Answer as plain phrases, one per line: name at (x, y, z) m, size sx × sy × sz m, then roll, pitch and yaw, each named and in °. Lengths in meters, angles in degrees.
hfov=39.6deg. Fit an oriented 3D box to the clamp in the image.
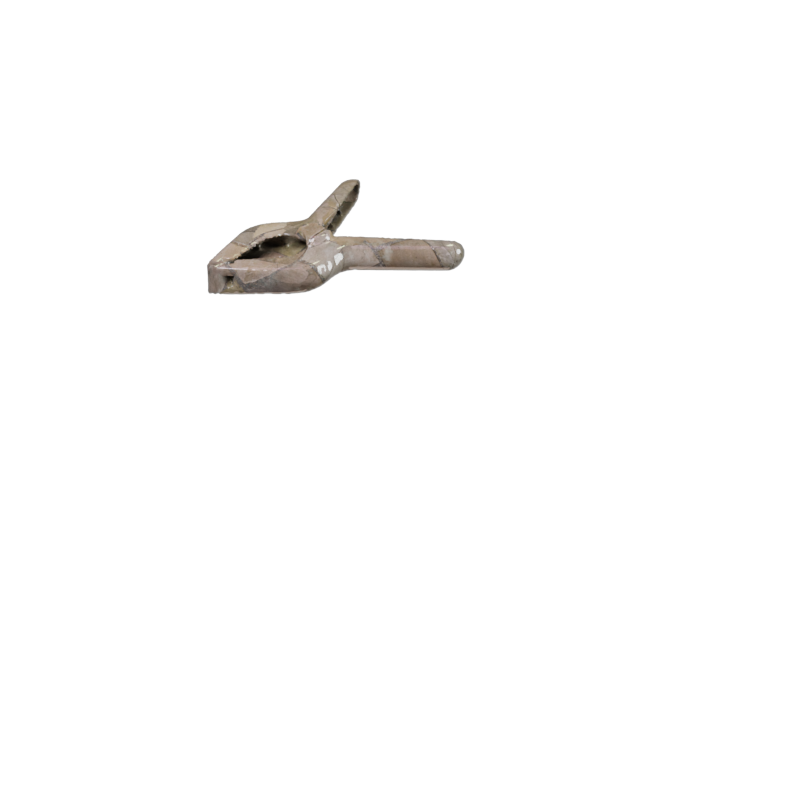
clamp at (-0.074, -0.136, 0.952) m, size 0.207 × 0.034 × 0.177 m, roll -16°, pitch 37°, yaw -23°
